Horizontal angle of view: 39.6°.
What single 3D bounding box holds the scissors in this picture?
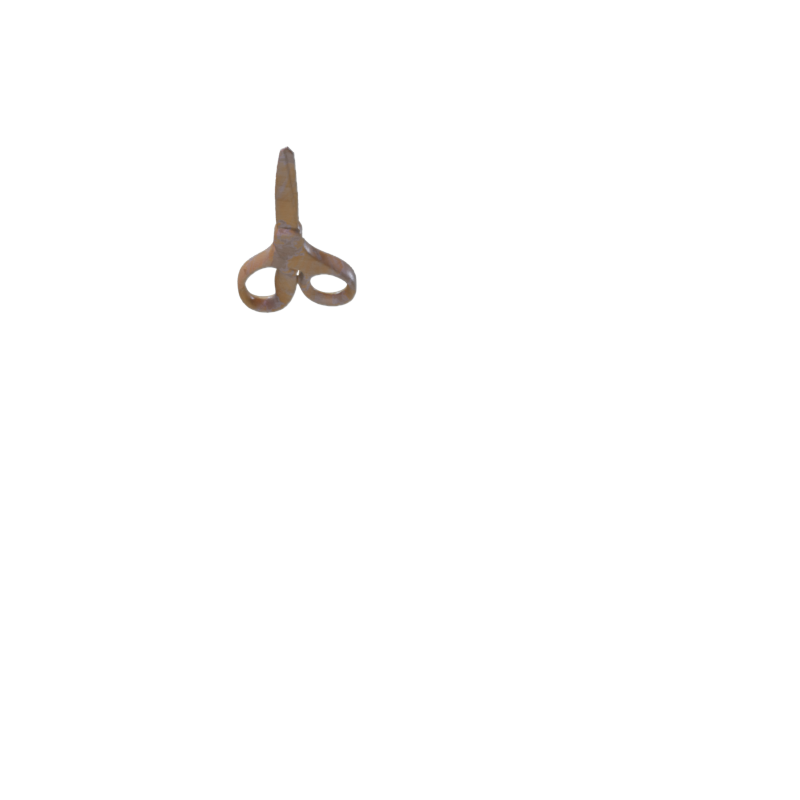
[{"bbox_3d":[-0.059,-0.108,0.760,0.094,0.017,0.195,8,-26,-17],"label":"scissors"}]
